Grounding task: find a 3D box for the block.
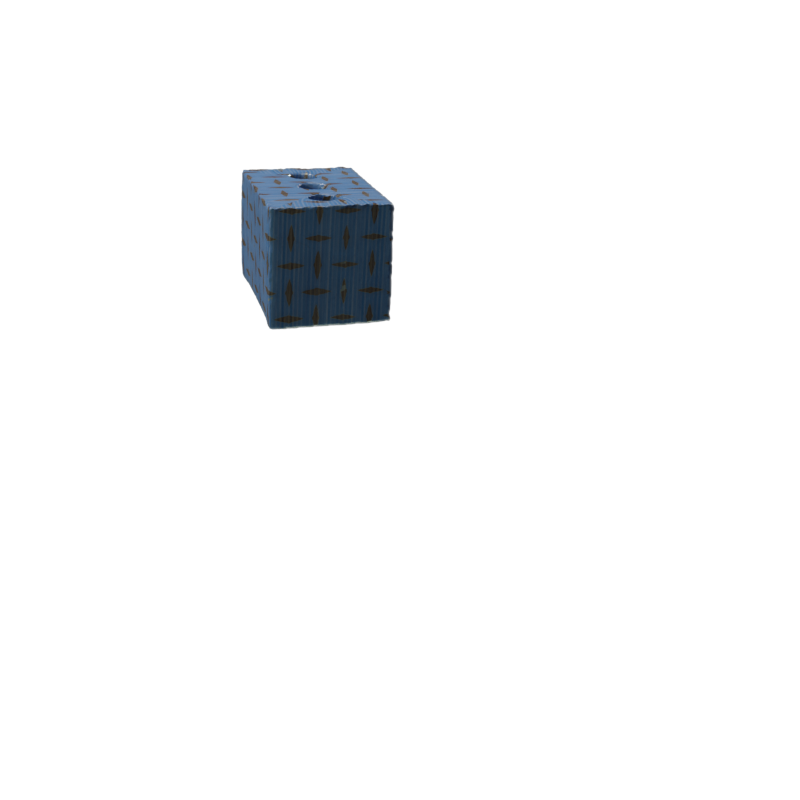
[{"bbox_3d":[-0.037,-0.068,0.477,0.052,0.049,0.082,-4,21,-14],"label":"block"}]
